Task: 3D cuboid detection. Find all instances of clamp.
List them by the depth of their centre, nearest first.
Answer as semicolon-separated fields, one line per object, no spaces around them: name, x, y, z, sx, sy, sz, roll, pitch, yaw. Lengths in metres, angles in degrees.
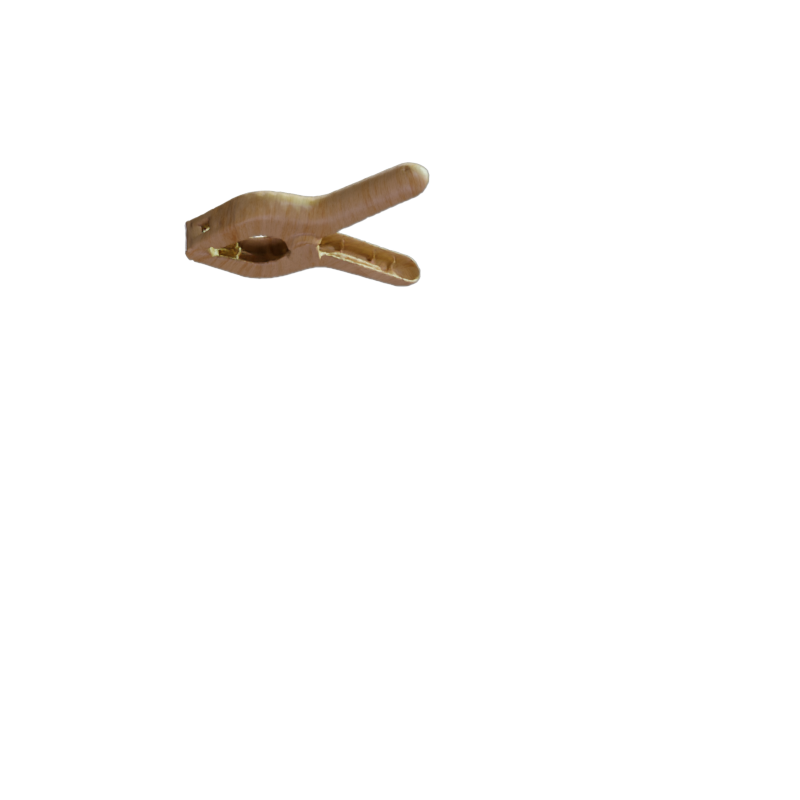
clamp;-0.060;-0.110;0.771;0.173;0.042;0.111;-6;-39;7
